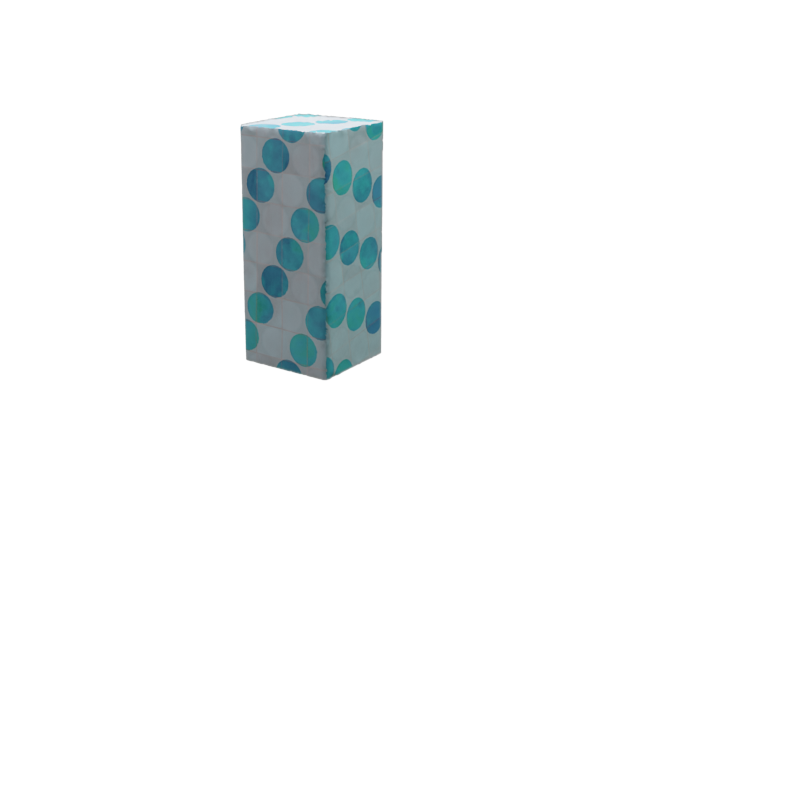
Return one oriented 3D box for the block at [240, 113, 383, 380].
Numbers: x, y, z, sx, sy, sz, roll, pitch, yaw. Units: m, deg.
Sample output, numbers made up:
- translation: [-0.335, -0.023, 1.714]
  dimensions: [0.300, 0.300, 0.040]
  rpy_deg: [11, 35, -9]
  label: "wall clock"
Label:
- translation: [-0.075, -0.135, 0.948]
  dimensions: [0.095, 0.199, 0.089]
  rpy_deg: [11, 19, 32]
  label: "block"
